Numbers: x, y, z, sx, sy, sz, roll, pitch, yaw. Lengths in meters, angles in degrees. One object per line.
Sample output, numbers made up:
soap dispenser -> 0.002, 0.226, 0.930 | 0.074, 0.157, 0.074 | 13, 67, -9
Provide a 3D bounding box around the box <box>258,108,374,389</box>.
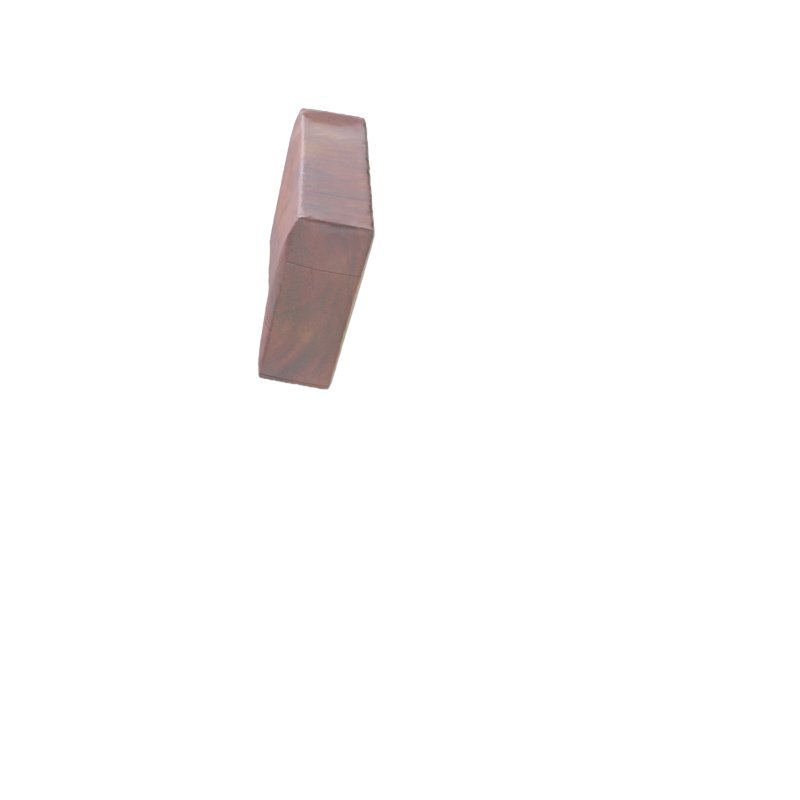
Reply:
box -> -0.077, -0.141, 0.990 | 0.071, 0.156, 0.229 | 10, 34, -11
